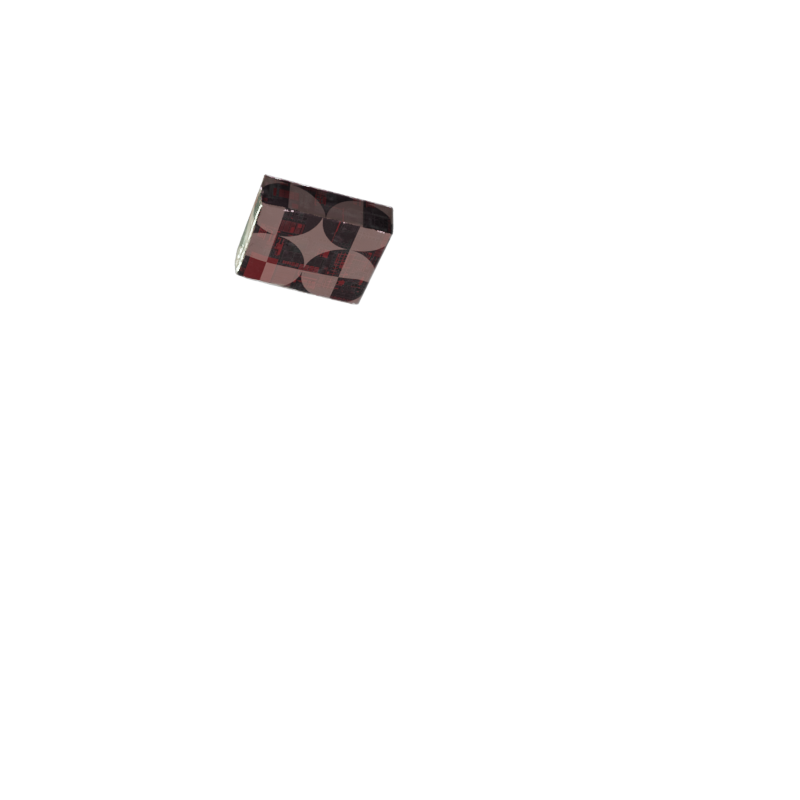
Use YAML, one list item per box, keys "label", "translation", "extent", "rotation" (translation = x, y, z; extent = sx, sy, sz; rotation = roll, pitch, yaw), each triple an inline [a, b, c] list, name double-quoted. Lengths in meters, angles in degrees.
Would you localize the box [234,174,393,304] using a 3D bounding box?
- label: "box"
  translation: [-0.072, -0.131, 0.915]
  extent: [0.111, 0.042, 0.086]
  rotation: [12, -44, -14]
